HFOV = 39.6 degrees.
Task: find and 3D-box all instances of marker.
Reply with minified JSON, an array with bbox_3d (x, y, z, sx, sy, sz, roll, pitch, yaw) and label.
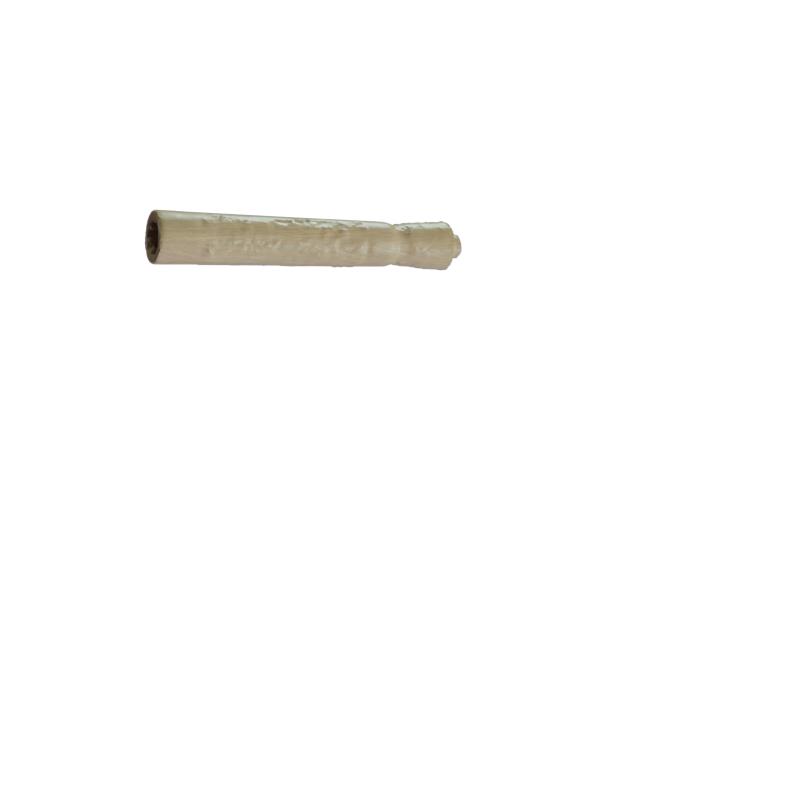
[{"bbox_3d":[-0.031,-0.057,0.402,0.117,0.020,0.020,-2,5,-25],"label":"marker"}]
